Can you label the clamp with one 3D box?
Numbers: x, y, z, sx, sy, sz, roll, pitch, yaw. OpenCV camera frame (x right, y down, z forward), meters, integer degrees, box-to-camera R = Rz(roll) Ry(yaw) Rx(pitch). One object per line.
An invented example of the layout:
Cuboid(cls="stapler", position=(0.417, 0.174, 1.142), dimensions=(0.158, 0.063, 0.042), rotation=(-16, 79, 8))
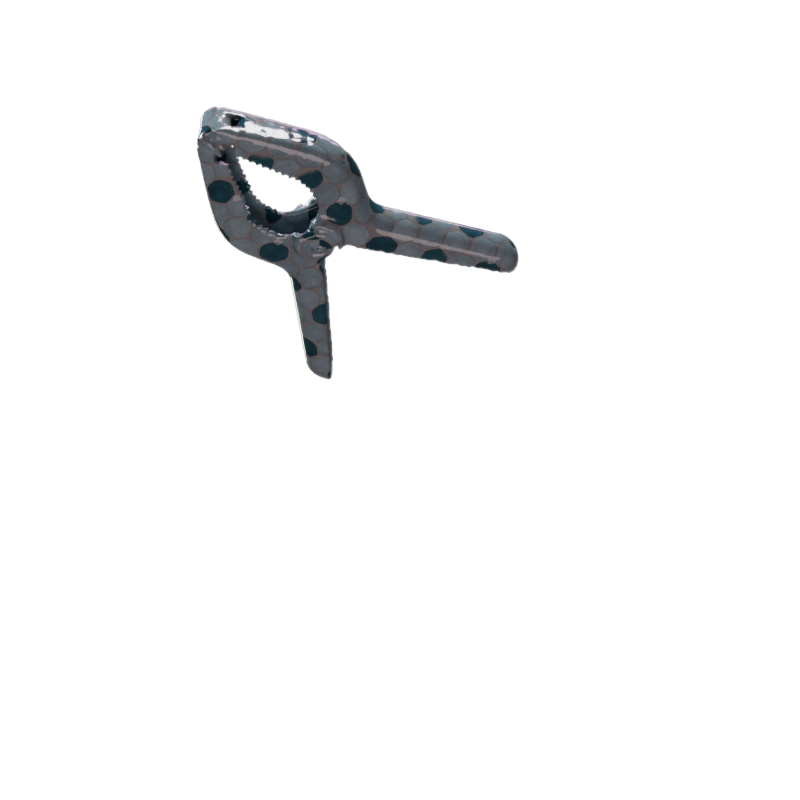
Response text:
Cuboid(cls="clamp", position=(-0.054, -0.098, 0.687), dimensions=(0.198, 0.039, 0.162), rotation=(35, -57, -27))
